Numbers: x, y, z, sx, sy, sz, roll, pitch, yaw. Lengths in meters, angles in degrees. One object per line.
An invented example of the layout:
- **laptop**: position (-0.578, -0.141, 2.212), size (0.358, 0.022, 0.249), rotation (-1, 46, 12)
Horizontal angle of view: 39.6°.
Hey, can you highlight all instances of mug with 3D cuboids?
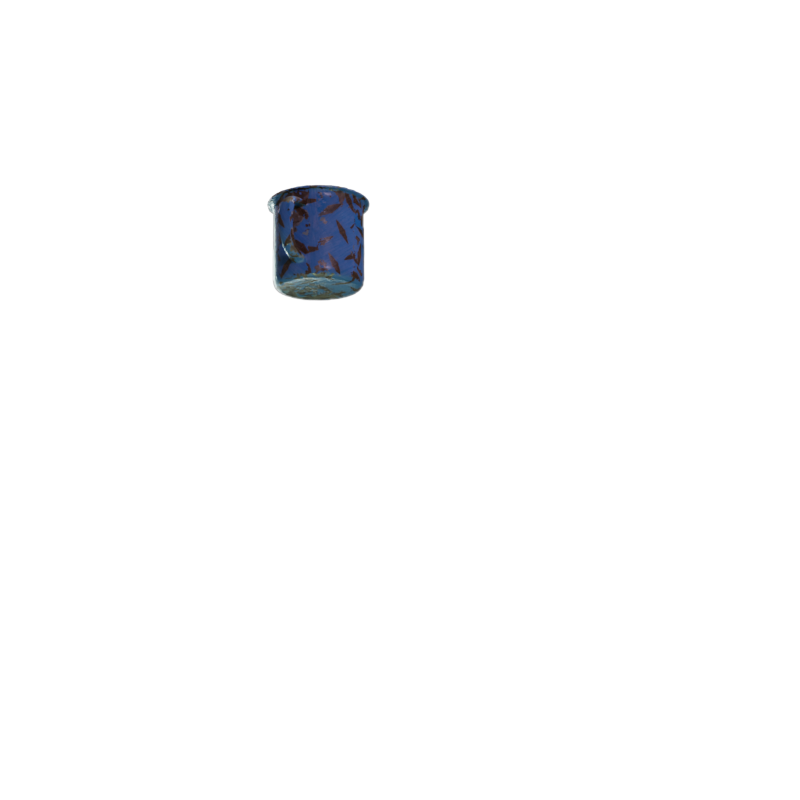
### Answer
- **mug**: position (-0.077, -0.141, 0.985), size (0.095, 0.085, 0.110), rotation (-6, -16, 19)
